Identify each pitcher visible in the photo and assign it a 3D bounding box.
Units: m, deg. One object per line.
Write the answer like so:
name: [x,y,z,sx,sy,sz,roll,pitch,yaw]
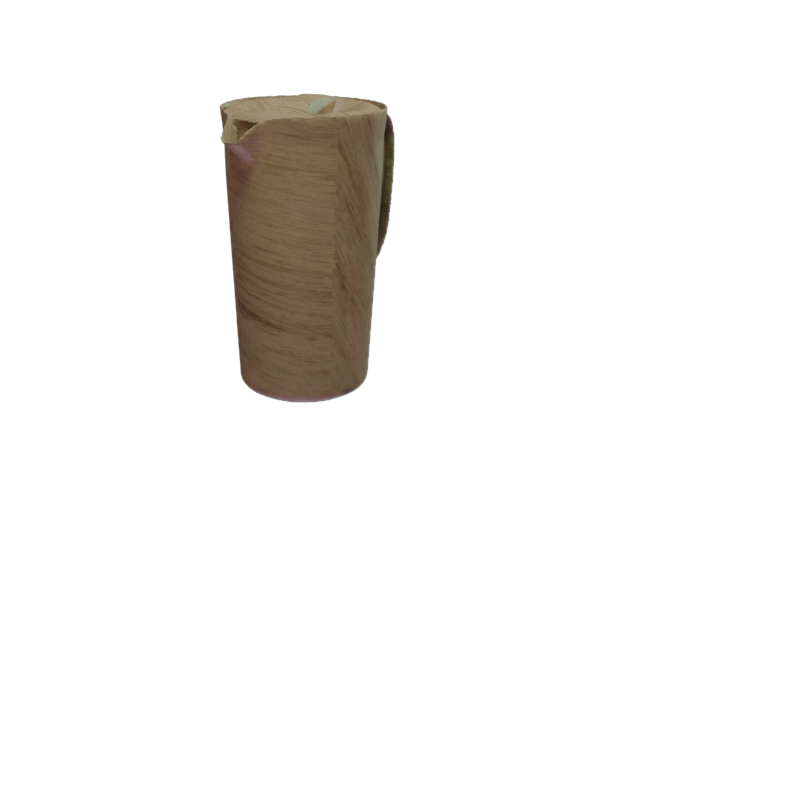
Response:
pitcher: [-0.072,-0.131,0.917,0.148,0.234,0.152,-1,18,-6]
